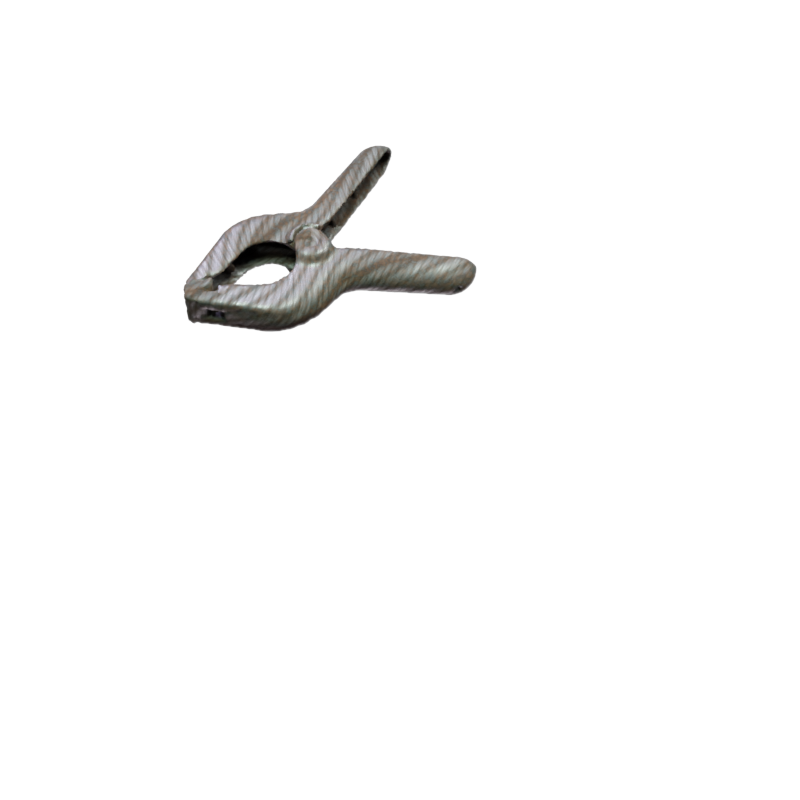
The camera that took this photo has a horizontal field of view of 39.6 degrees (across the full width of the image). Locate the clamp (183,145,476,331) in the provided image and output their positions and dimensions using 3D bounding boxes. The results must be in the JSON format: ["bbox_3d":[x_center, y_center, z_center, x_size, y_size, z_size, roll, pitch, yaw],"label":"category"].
[{"bbox_3d":[-0.053,-0.096,0.676,0.170,0.130,0.036,-14,-40,-12],"label":"clamp"}]
